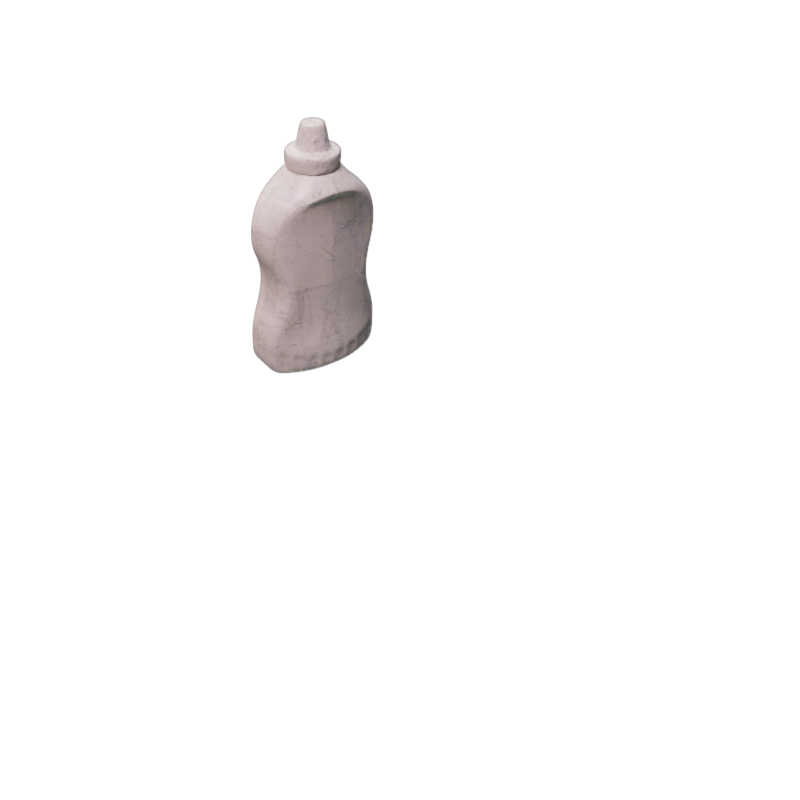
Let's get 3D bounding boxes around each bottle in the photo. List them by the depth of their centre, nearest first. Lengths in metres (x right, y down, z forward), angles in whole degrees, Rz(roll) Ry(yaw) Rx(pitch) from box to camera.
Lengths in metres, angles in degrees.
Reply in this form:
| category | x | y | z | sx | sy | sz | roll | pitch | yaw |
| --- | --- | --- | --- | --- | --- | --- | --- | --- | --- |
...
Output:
| category | x | y | z | sx | sy | sz | roll | pitch | yaw |
| --- | --- | --- | --- | --- | --- | --- | --- | --- | --- |
| bottle | -0.065 | -0.118 | 0.823 | 0.095 | 0.180 | 0.063 | -19 | 37 | -30 |
